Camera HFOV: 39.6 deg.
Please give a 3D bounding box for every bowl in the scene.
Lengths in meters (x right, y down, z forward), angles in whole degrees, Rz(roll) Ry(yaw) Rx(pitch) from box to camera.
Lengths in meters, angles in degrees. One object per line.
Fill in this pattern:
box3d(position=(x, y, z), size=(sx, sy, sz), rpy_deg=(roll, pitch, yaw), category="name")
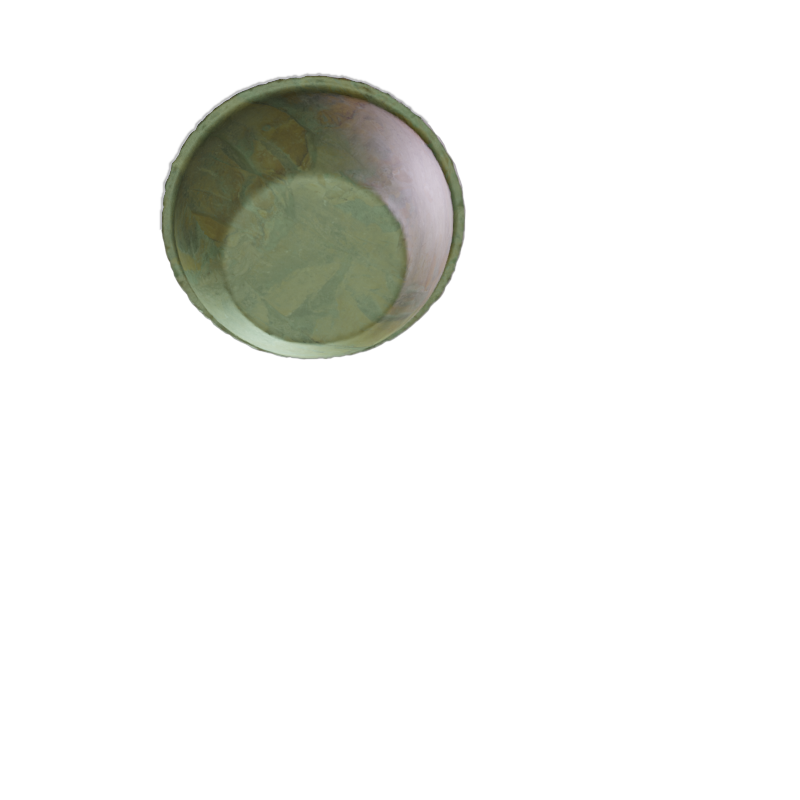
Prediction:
box3d(position=(-0.044, -0.081, 0.565), size=(0.162, 0.154, 0.058), rpy_deg=(1, 24, -1), category="bowl")
